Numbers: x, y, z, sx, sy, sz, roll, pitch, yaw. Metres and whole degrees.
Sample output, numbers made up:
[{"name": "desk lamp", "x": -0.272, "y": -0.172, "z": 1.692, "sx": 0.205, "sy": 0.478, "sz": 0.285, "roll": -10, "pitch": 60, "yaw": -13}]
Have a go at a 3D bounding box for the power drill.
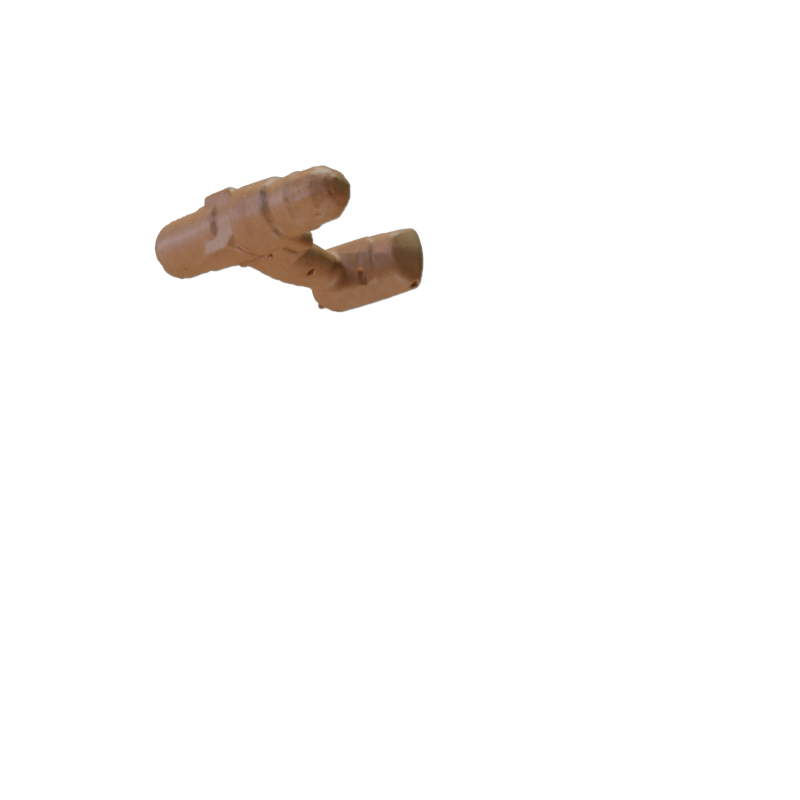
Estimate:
[{"name": "power drill", "x": -0.067, "y": -0.122, "z": 0.858, "sx": 0.188, "sy": 0.060, "sz": 0.177, "roll": -11, "pitch": -17, "yaw": 40}]
